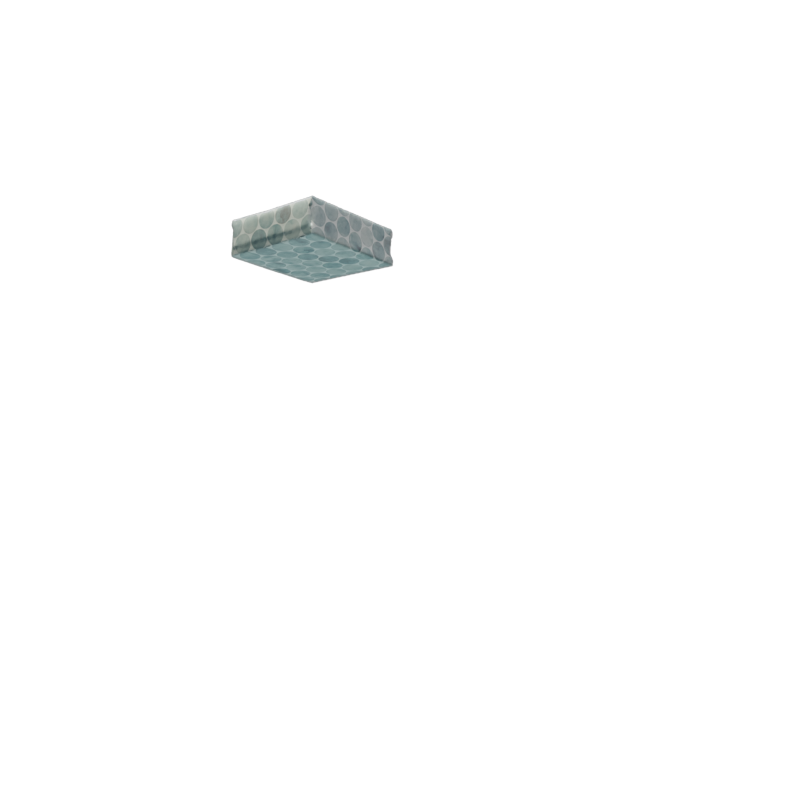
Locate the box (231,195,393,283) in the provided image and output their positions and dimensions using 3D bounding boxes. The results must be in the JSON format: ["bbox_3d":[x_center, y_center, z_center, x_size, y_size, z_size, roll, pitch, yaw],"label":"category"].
[{"bbox_3d":[-0.059,-0.108,0.756,0.075,0.031,0.084,-9,-14,38],"label":"box"}]
